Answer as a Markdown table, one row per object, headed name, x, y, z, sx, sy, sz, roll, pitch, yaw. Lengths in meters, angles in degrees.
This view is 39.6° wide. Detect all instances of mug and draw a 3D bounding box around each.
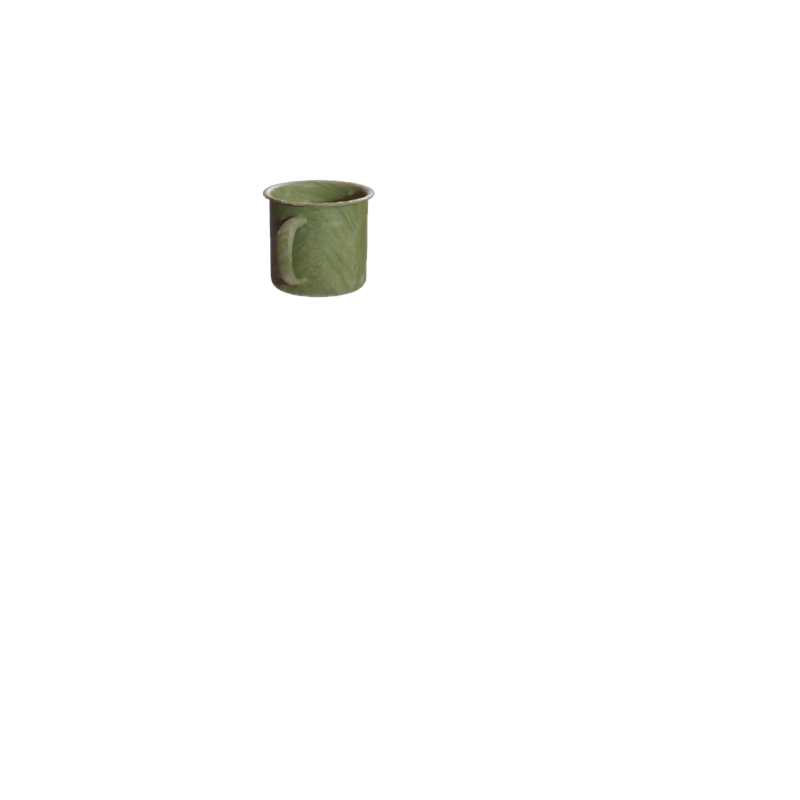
| name | x | y | z | sx | sy | sz | roll | pitch | yaw |
| --- | --- | --- | --- | --- | --- | --- | --- | --- | --- |
| mug | -0.072 | -0.131 | 0.919 | 0.096 | 0.078 | 0.119 | 7 | 21 | 17 |
